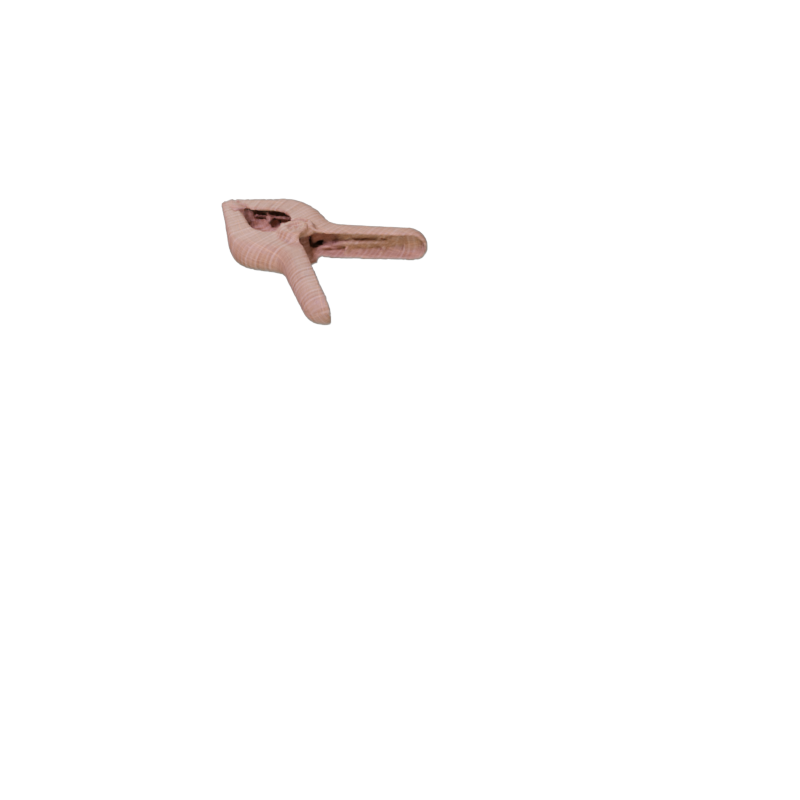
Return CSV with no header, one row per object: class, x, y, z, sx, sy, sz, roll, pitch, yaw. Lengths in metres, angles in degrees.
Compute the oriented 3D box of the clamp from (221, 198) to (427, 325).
clamp,-0.067,-0.122,0.855,0.119,0.037,0.184,-25,43,-30
